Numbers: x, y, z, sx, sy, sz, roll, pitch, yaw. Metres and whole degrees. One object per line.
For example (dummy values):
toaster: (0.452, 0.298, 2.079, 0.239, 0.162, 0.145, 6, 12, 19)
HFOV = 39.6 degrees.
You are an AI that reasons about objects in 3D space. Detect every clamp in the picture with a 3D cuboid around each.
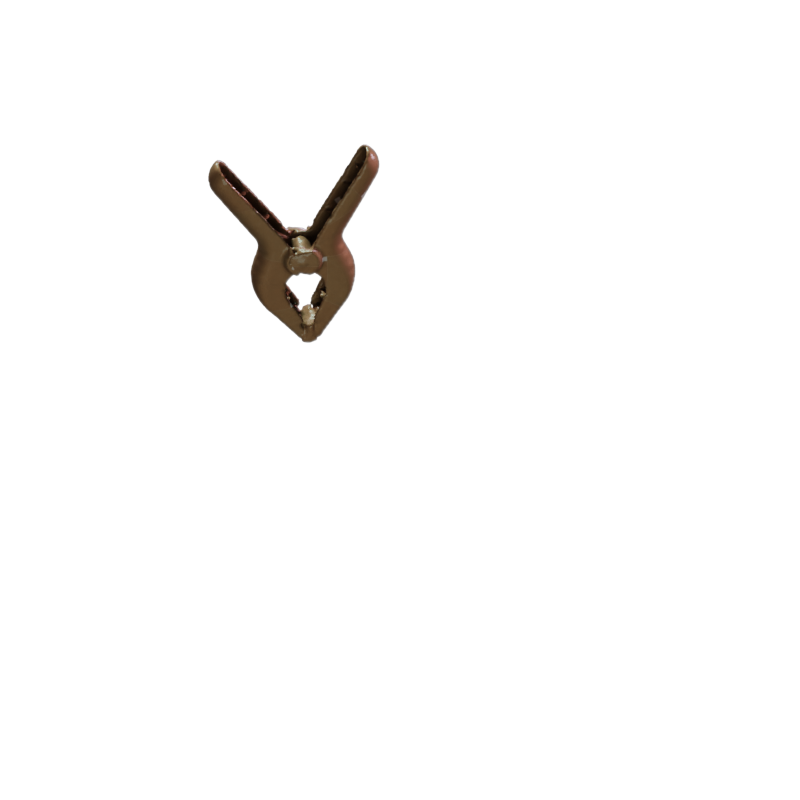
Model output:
clamp: (-0.065, -0.118, 0.825, 0.121, 0.158, 0.042, -8, 43, 7)
